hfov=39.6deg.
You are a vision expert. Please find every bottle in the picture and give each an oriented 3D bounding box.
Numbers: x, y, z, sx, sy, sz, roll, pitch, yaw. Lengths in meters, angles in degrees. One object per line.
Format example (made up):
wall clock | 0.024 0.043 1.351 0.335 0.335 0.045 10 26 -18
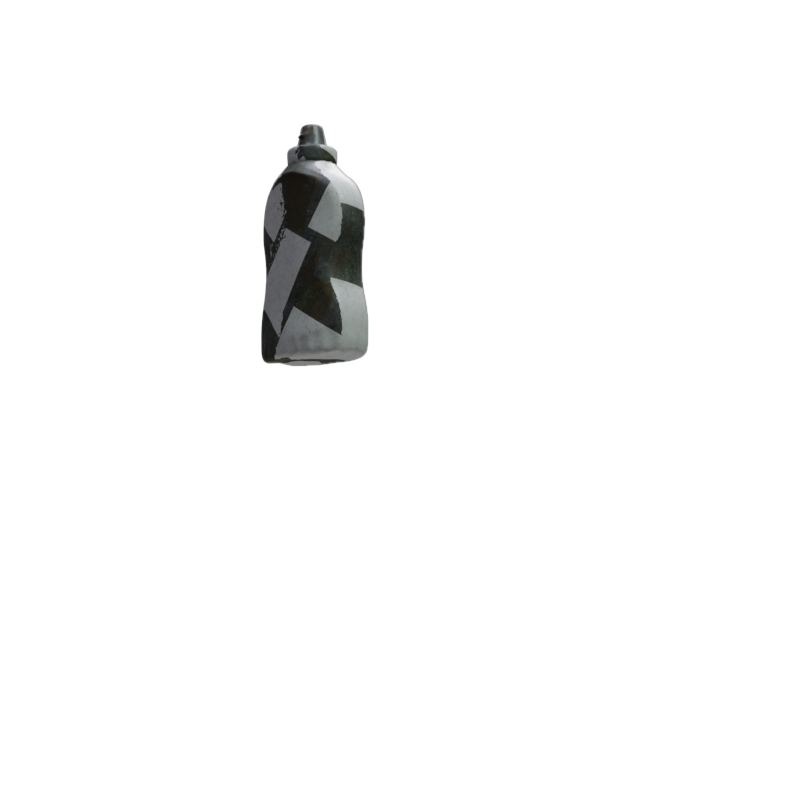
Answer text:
bottle | -0.070 -0.126 0.885 0.055 0.197 0.098 10 -15 -42
